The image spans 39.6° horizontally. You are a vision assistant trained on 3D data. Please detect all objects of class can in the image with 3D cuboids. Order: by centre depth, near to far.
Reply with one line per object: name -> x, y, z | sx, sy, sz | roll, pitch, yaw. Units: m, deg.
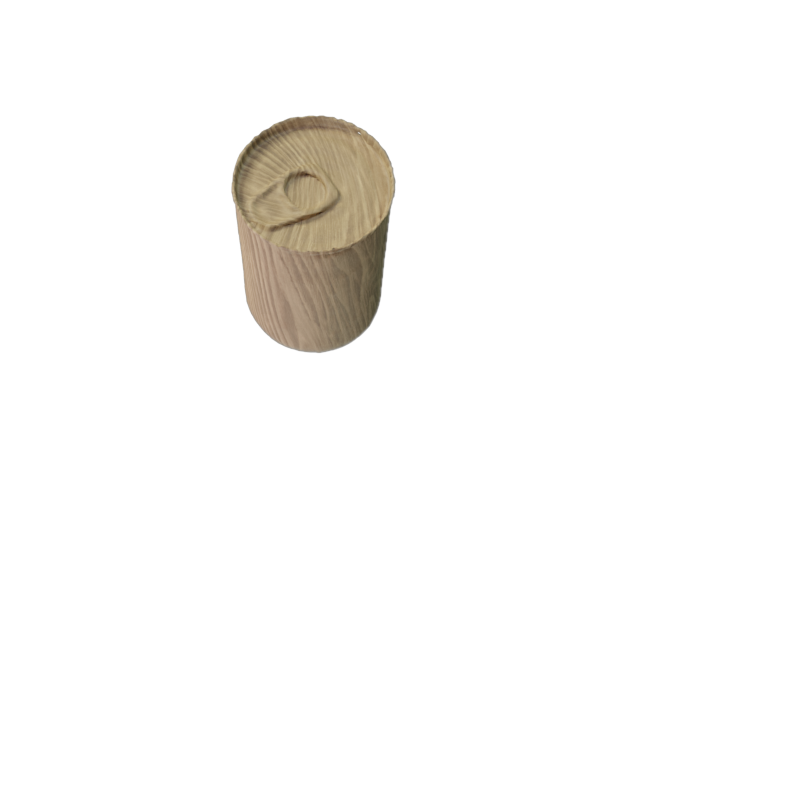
can -> -0.039, -0.072, 0.502 | 0.068, 0.073, 0.097 | 0, -25, -3
